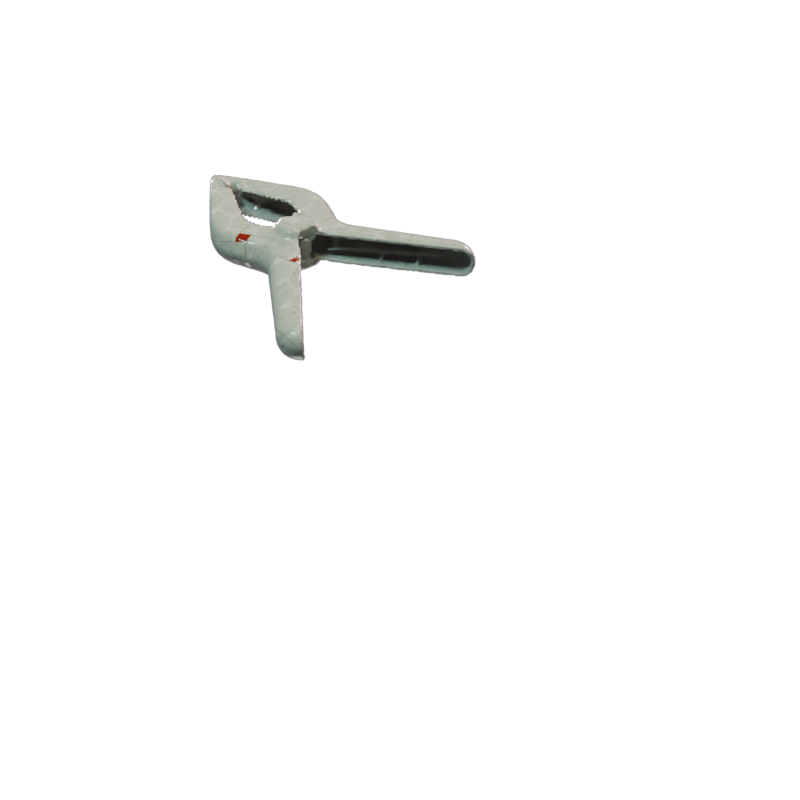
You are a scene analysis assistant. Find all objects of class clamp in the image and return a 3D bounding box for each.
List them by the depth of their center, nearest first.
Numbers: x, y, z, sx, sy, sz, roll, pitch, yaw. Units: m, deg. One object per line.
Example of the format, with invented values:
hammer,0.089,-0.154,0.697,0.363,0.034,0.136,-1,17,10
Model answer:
clamp,-0.062,-0.114,0.795,0.163,0.034,0.226,-22,42,-26
